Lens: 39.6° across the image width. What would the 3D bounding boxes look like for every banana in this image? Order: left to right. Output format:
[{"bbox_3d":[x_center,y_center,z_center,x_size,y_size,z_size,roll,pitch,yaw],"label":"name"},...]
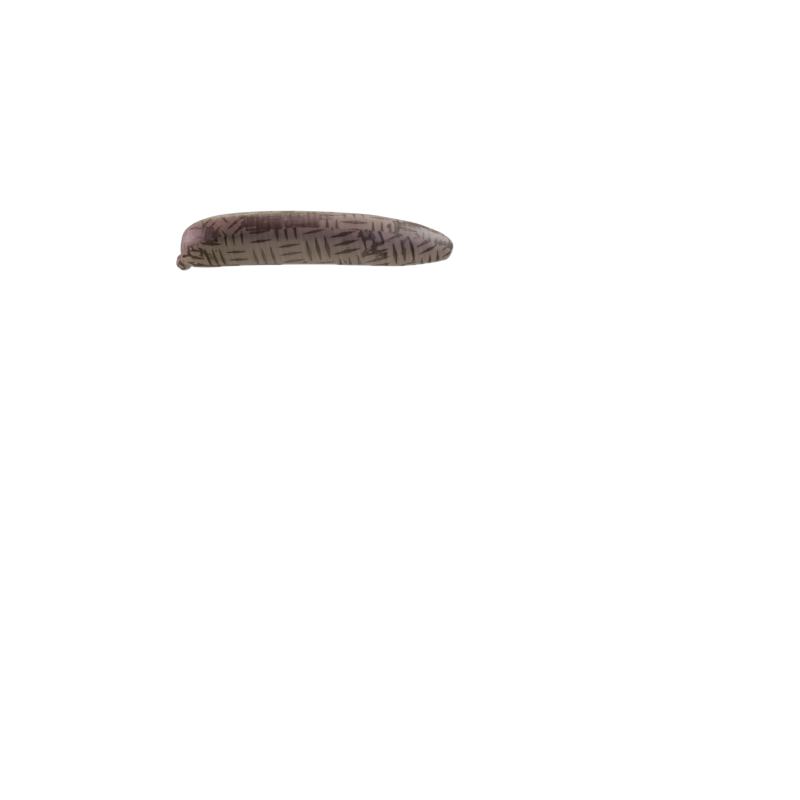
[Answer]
[{"bbox_3d":[-0.066,-0.108,0.745,0.201,0.037,0.068,1,2,12],"label":"banana"}]
